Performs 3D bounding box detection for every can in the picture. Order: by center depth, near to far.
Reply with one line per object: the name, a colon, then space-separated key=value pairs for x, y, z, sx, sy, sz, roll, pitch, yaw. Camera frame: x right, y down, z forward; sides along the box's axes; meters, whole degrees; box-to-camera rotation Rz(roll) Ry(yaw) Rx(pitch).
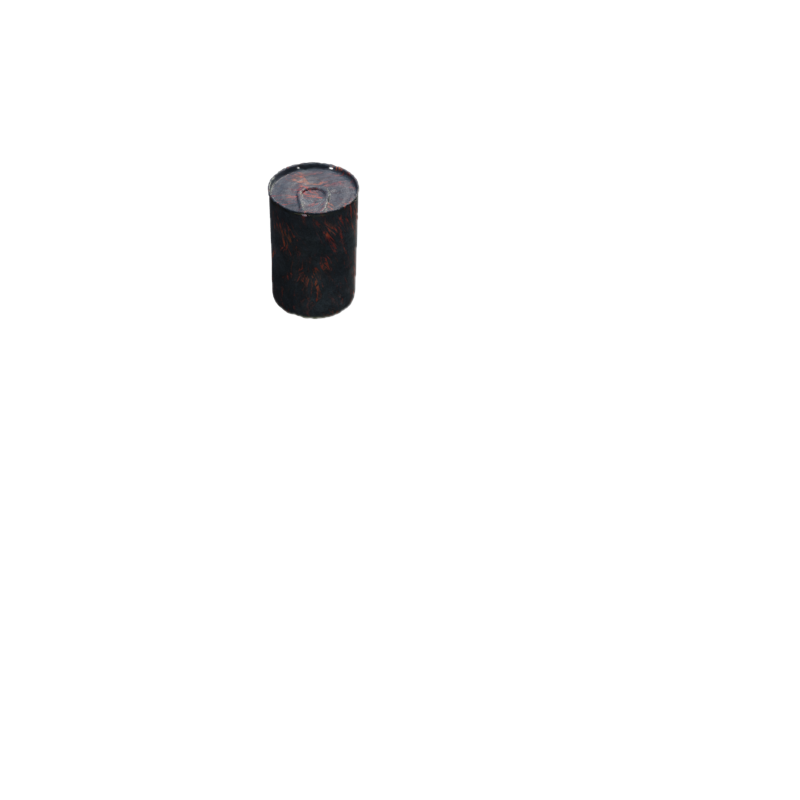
can: x=-0.067 y=-0.121 z=0.850 sx=0.068 sy=0.095 sz=0.073 roll=0 pitch=40 yaw=-3
